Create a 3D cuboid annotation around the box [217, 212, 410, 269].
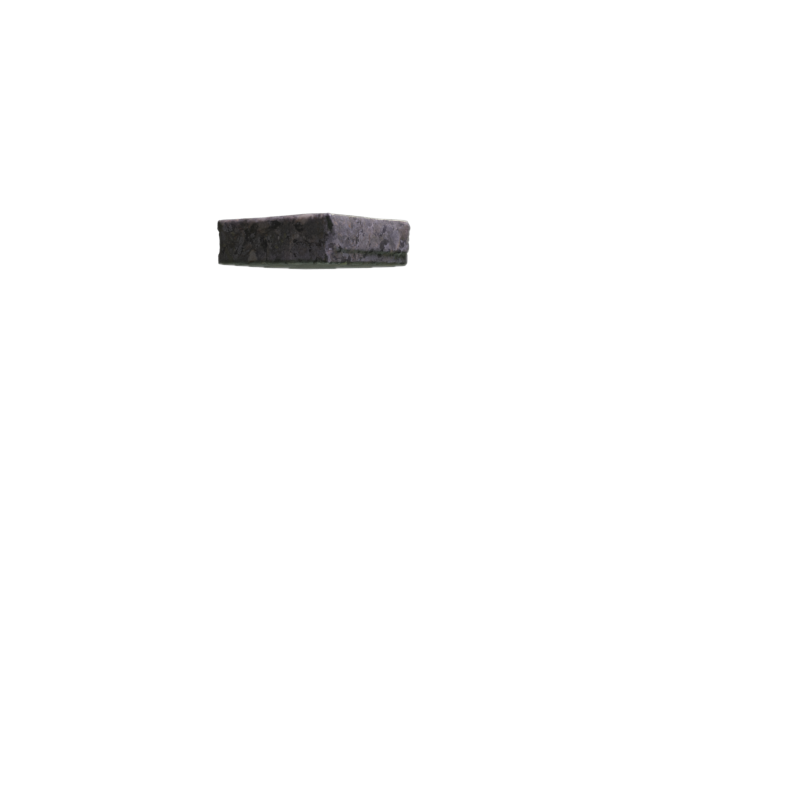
[{"bbox_3d":[-0.051,-0.092,0.648,0.093,0.030,0.070,3,5,40],"label":"box"}]
